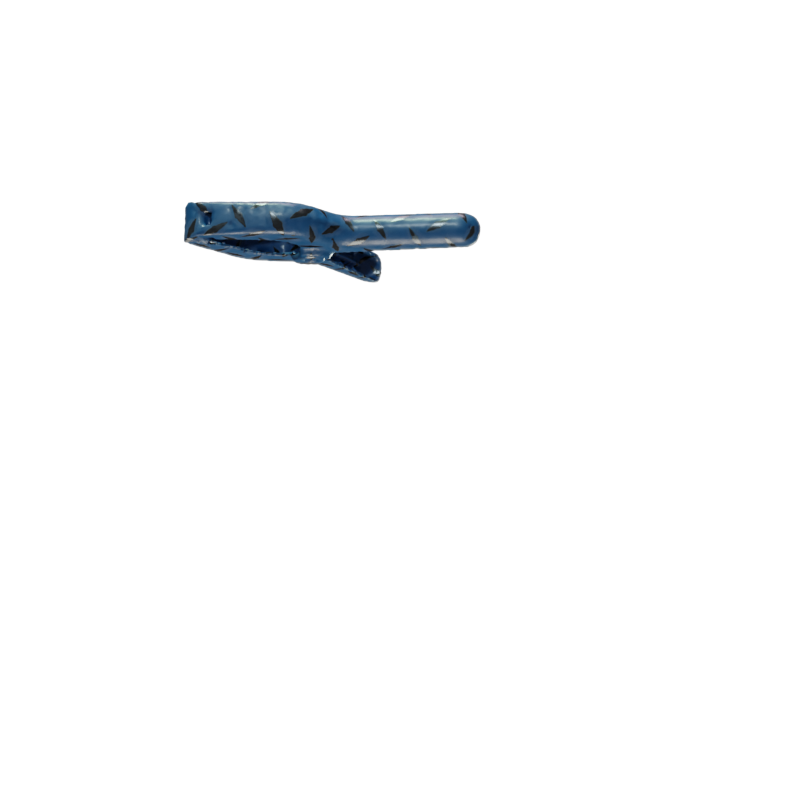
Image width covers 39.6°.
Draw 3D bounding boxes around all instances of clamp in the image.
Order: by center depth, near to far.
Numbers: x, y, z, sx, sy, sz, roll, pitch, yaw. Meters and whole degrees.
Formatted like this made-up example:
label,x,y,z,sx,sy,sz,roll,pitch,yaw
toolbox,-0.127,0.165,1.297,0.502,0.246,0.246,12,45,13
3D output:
label,x,y,z,sx,sy,sz,roll,pitch,yaw
clamp,-0.067,-0.122,0.854,0.204,0.037,0.164,3,-8,-20
